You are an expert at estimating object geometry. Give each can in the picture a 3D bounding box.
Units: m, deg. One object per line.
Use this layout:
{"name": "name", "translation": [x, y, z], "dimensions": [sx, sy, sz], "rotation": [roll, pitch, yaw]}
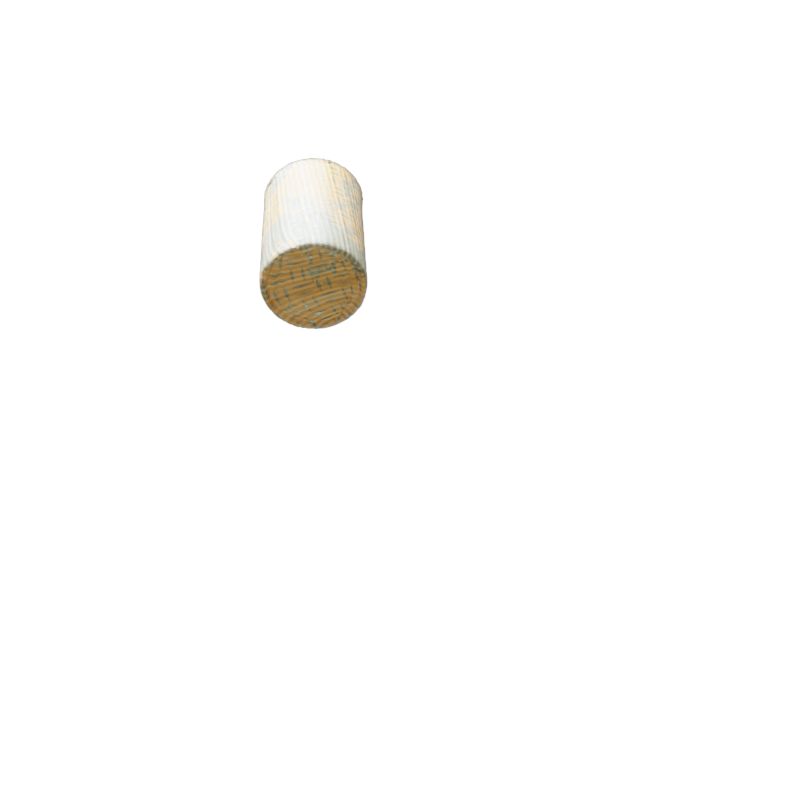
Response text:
{"name": "can", "translation": [-0.056, -0.103, 0.719], "dimensions": [0.068, 0.064, 0.109], "rotation": [-1, 38, -3]}
